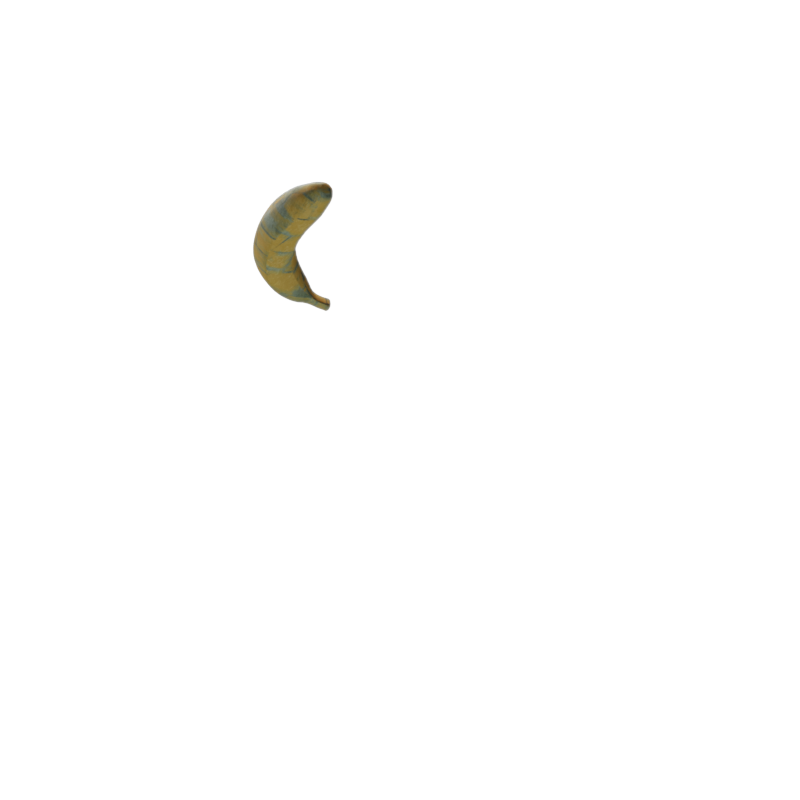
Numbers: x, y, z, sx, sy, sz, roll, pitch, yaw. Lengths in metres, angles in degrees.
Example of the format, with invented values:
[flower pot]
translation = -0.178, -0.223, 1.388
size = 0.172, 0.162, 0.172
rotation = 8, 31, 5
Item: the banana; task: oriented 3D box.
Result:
[banana]
translation = -0.094, -0.136, 0.967
size = 0.069, 0.039, 0.187
rotation = 1, -24, -3
